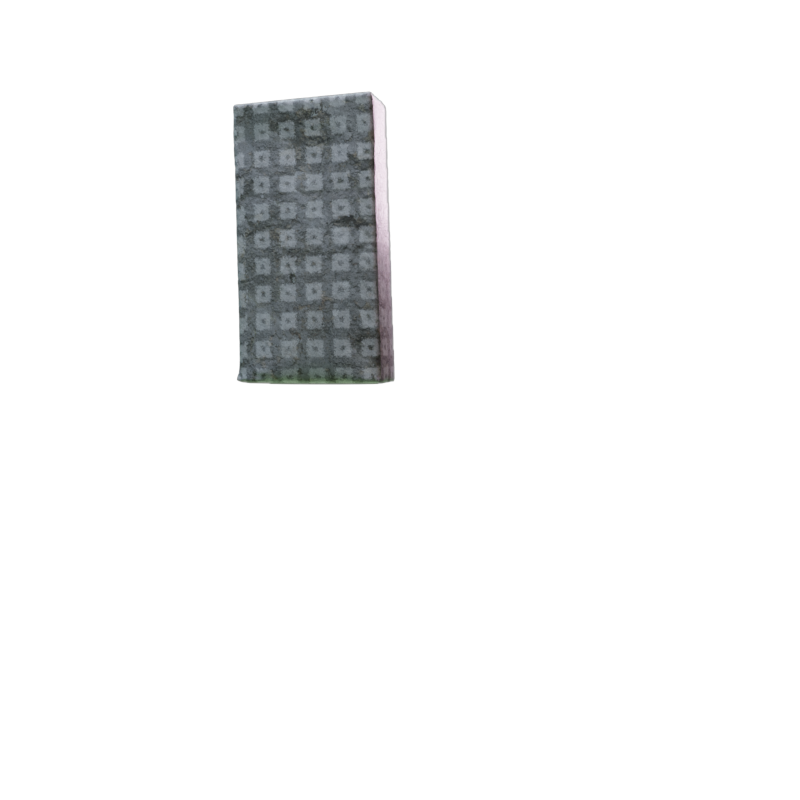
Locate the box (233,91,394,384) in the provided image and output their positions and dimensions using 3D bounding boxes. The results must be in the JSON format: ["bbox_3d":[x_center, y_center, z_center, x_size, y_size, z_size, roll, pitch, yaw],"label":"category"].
[{"bbox_3d":[-0.054,-0.099,0.690,0.095,0.179,0.046,-2,-7,17],"label":"box"}]
